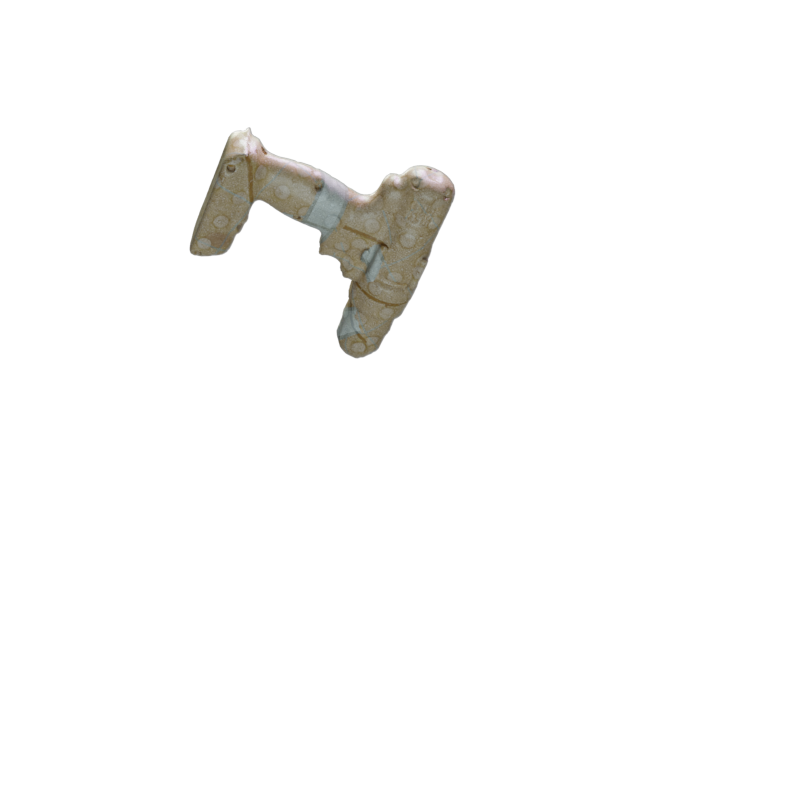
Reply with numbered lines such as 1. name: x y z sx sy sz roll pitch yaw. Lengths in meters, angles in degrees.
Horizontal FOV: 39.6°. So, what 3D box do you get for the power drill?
1. power drill: -0.070 -0.128 0.895 0.184 0.177 0.061 18 31 -11
